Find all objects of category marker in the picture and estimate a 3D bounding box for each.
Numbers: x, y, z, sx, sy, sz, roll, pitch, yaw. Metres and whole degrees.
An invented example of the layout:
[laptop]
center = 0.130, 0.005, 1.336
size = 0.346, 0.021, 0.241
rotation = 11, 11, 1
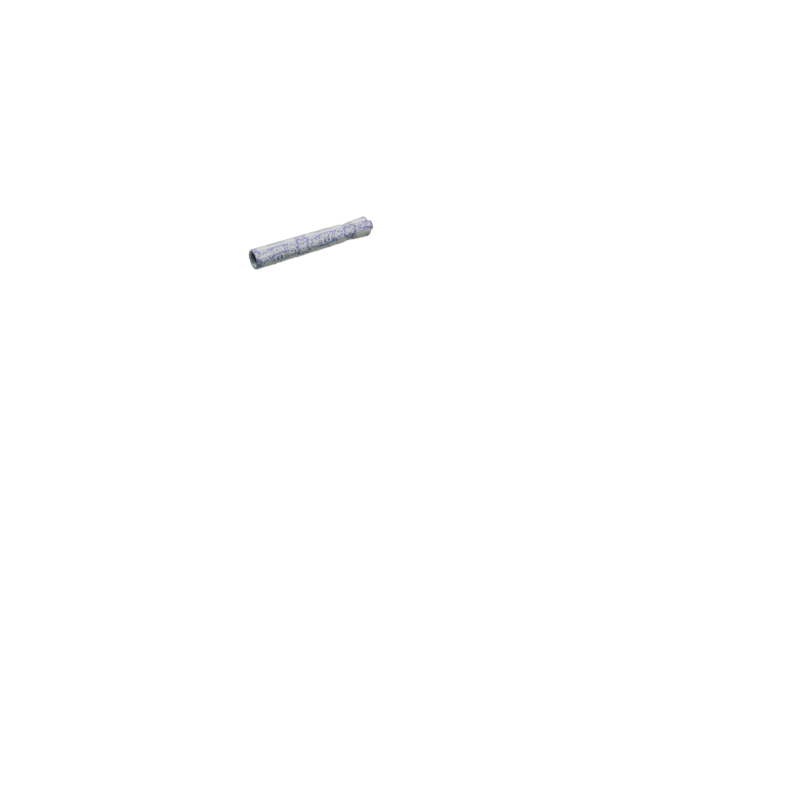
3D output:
[marker]
center = -0.078, -0.143, 0.998
size = 0.120, 0.019, 0.020
rotation = -20, 12, -23
